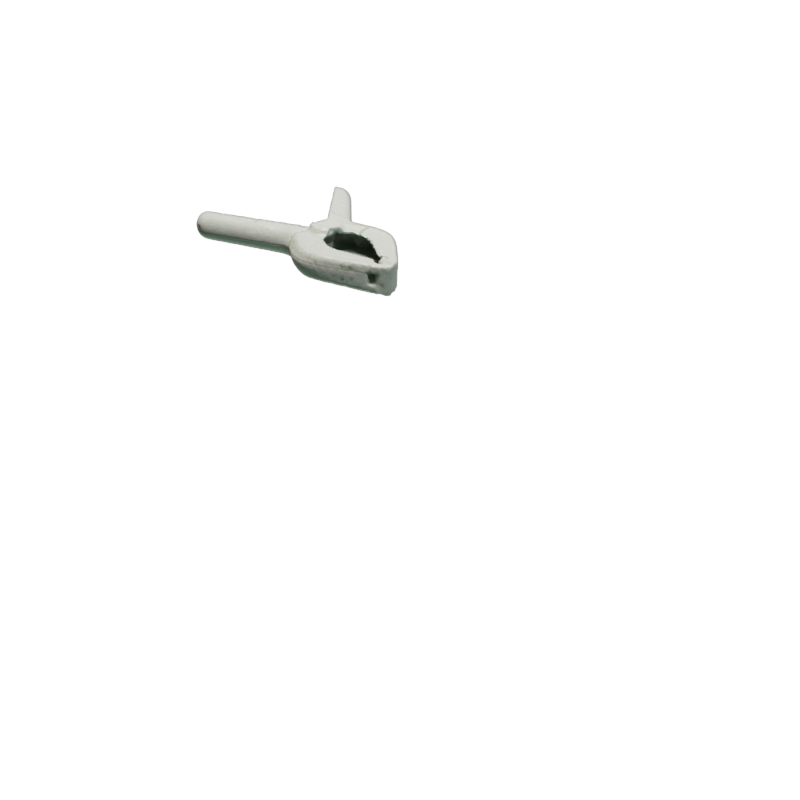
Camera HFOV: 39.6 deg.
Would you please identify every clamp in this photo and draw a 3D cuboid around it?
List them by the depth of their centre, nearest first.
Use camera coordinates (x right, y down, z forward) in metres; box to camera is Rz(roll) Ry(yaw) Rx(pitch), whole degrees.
[{"bbox_3d":[-0.078,-0.142,0.993,0.162,0.034,0.226,-14,31,-24],"label":"clamp"}]
